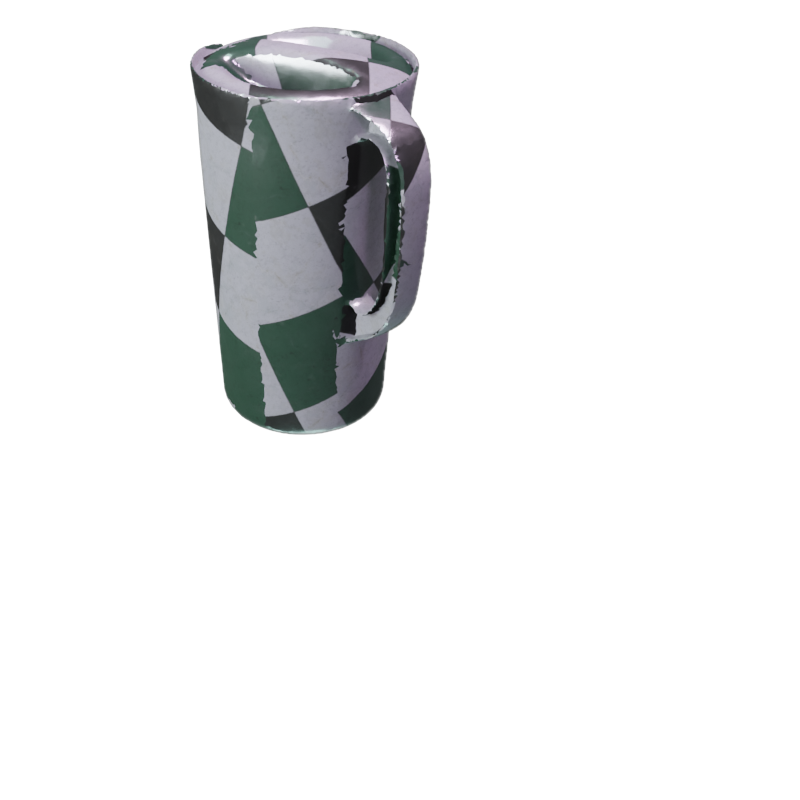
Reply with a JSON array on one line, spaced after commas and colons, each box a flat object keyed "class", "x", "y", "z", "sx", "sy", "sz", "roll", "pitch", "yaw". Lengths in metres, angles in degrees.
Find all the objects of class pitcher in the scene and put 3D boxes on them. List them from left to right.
[{"class": "pitcher", "x": -0.054, "y": -0.098, "z": 0.688, "sx": 0.146, "sy": 0.229, "sz": 0.157, "roll": 5, "pitch": 31, "yaw": 4}]
